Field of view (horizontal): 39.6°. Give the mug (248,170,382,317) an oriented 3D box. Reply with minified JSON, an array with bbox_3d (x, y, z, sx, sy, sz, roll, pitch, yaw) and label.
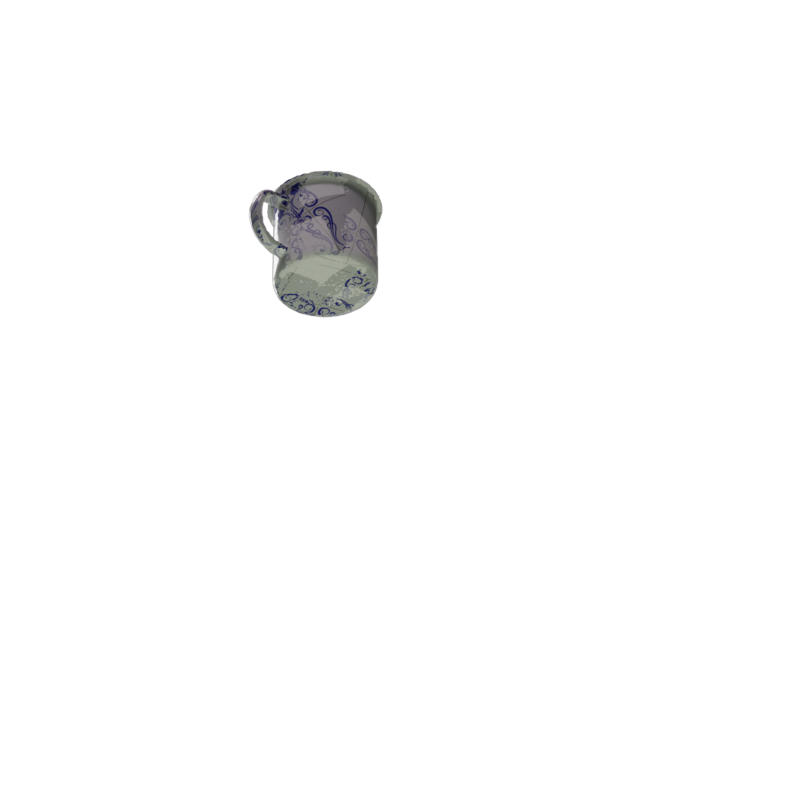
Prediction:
[{"bbox_3d":[-0.068,-0.123,0.864,0.110,0.087,0.092,27,-45,-33],"label":"mug"}]
